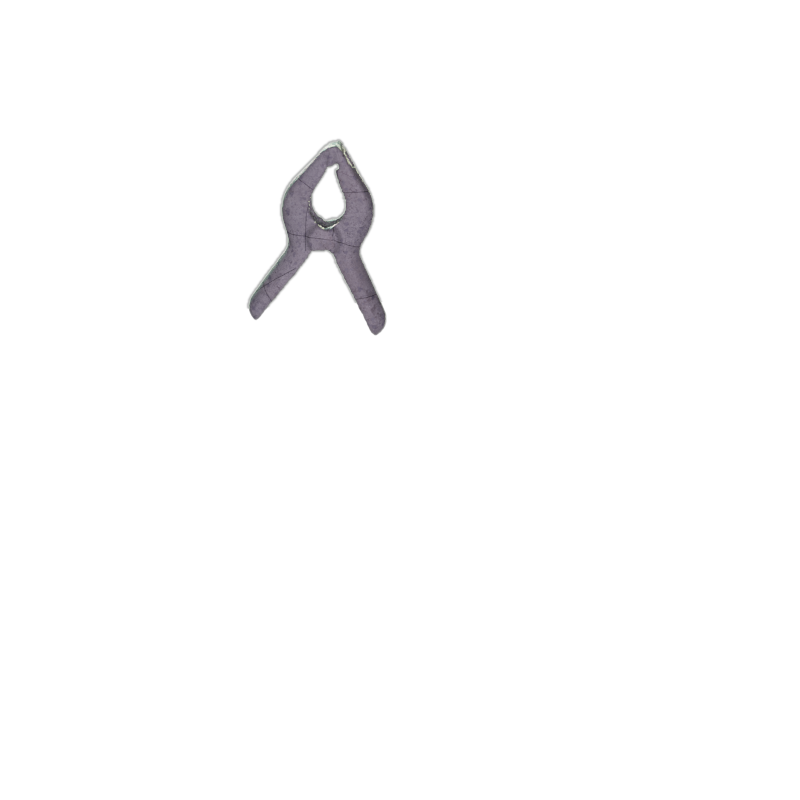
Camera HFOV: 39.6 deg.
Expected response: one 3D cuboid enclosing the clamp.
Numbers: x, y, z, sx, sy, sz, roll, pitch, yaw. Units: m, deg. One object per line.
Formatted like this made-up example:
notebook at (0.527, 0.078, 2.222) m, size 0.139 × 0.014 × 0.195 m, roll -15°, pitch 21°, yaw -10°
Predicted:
clamp at (-0.075, -0.136, 0.955) m, size 0.120 × 0.166 × 0.040 m, roll -2°, pitch 14°, yaw 0°
